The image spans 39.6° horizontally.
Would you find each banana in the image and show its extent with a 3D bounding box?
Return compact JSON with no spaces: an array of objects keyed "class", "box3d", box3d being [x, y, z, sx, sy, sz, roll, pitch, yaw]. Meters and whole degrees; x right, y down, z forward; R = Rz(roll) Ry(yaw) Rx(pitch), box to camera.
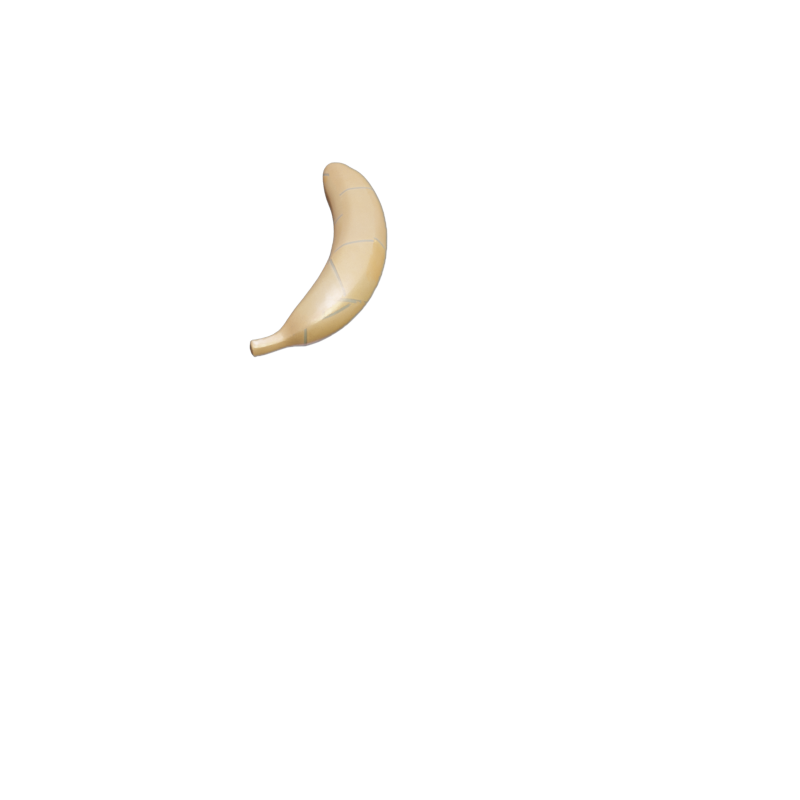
[{"class":"banana","box3d":[-0.043,-0.103,0.760,0.071,0.034,0.209,9,45,8]}]
